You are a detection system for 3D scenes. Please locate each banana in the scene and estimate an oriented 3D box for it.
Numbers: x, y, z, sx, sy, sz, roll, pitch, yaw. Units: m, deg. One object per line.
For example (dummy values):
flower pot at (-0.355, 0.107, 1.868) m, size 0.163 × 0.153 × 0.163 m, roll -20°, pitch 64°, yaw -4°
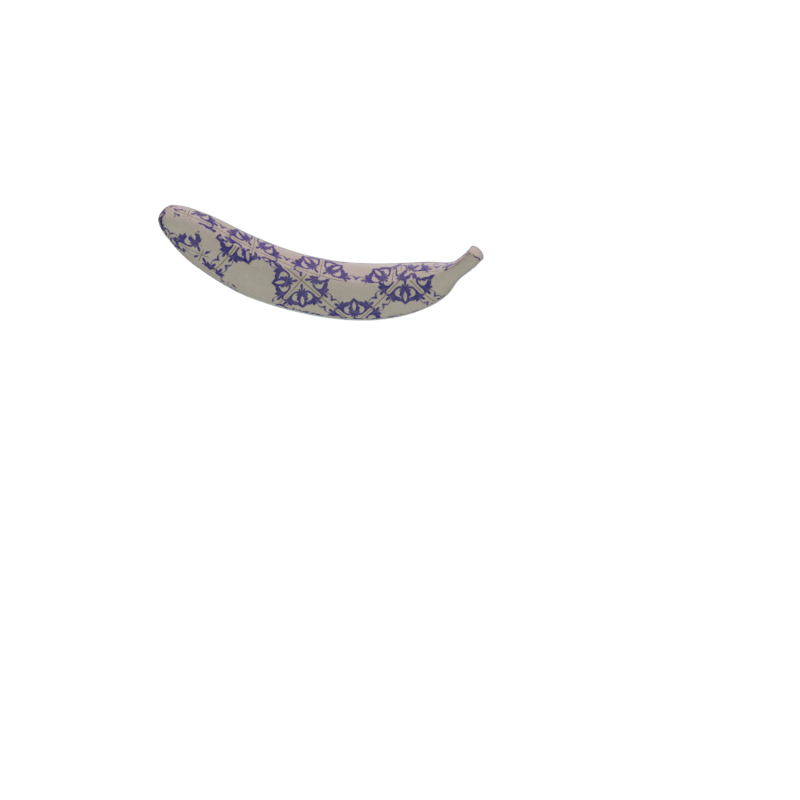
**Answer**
banana at (-0.053, -0.083, 0.691) m, size 0.196 × 0.066 × 0.039 m, roll 6°, pitch 34°, yaw -4°
